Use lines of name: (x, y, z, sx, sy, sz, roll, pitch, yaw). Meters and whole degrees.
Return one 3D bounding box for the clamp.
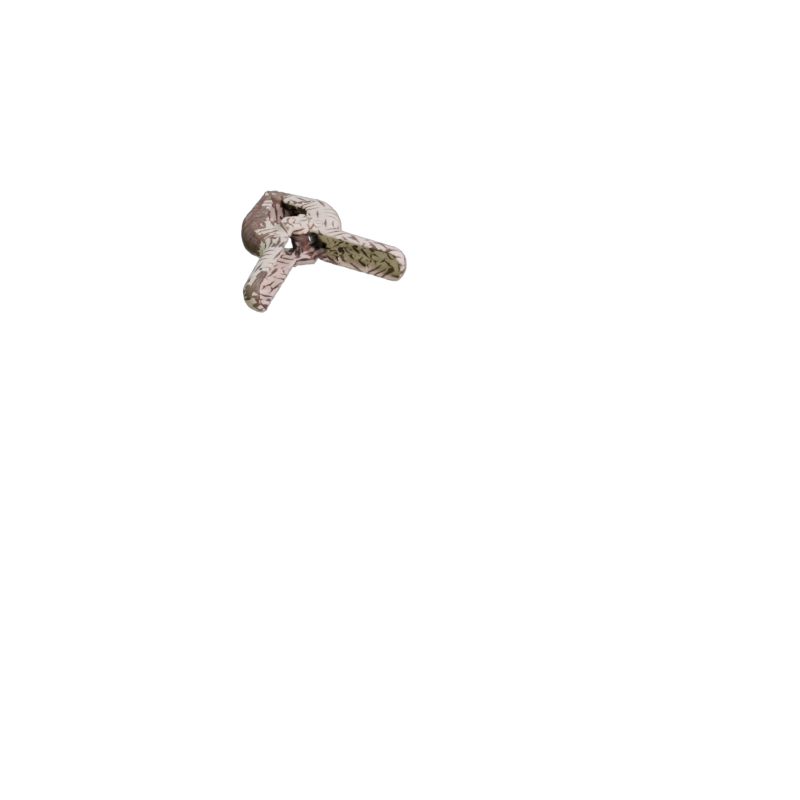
clamp: (-0.067, -0.122, 0.851, 0.119, 0.037, 0.184, -5, 33, -9)
